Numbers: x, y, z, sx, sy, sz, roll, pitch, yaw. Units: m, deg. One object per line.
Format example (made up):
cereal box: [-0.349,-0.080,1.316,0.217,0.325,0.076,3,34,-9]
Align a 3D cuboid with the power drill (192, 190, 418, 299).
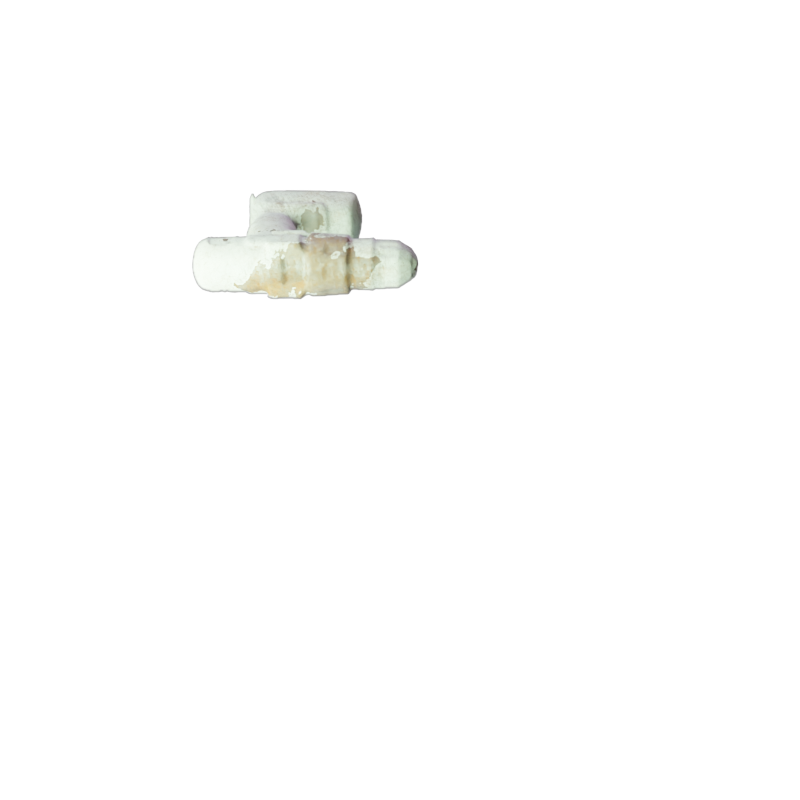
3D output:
power drill: [-0.076,-0.139,0.971,0.186,0.055,0.194,1,21,3]
